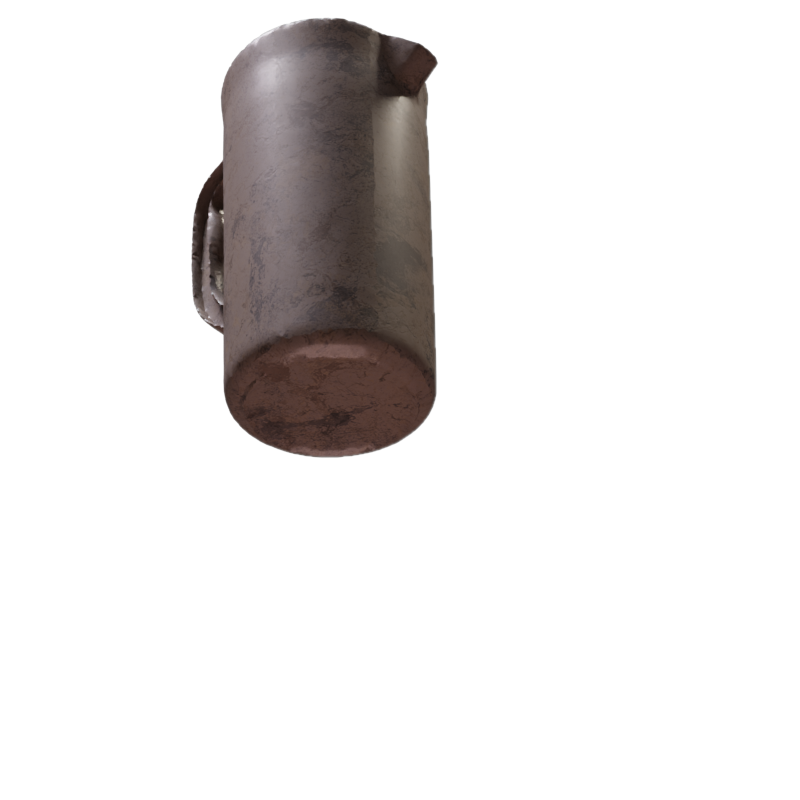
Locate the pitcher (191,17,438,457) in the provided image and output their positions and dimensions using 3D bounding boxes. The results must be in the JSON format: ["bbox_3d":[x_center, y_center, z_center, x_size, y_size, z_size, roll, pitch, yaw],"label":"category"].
[{"bbox_3d":[-0.050,-0.091,0.639,0.144,0.261,0.140,3,-39,-7],"label":"pitcher"}]
